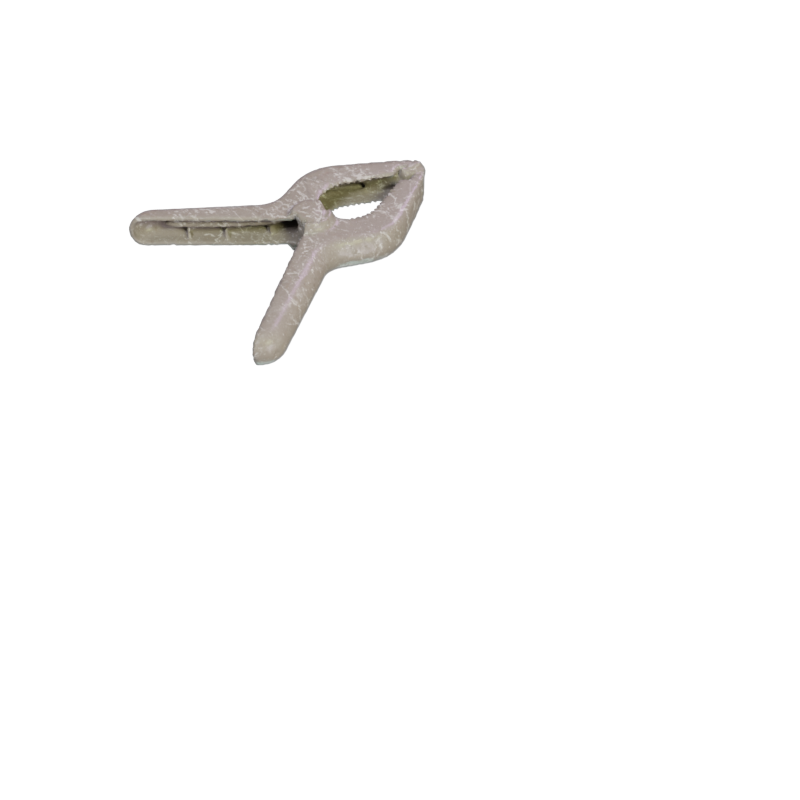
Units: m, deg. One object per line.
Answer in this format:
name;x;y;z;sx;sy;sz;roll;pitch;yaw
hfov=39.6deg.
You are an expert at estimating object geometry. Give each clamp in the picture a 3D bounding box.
clamp;-0.060;-0.109;0.762;0.208;0.034;0.178;-24;50;-22
